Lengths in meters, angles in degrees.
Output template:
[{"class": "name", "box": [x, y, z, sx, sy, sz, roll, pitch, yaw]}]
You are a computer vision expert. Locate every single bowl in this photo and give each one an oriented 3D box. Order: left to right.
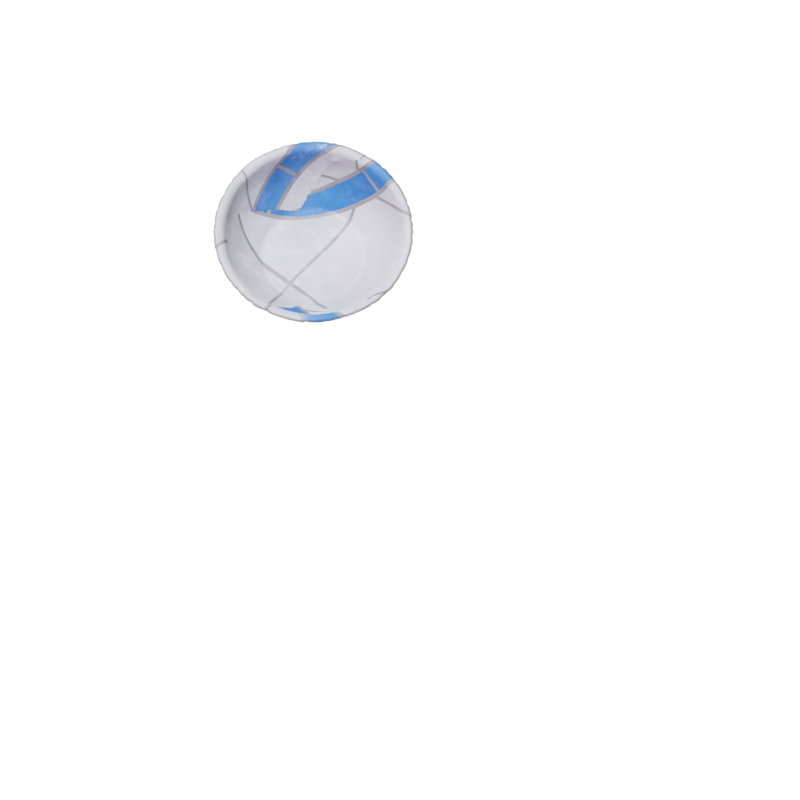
[{"class": "bowl", "box": [-0.072, -0.131, 0.920, 0.162, 0.171, 0.052, -1, -23, -1]}]
